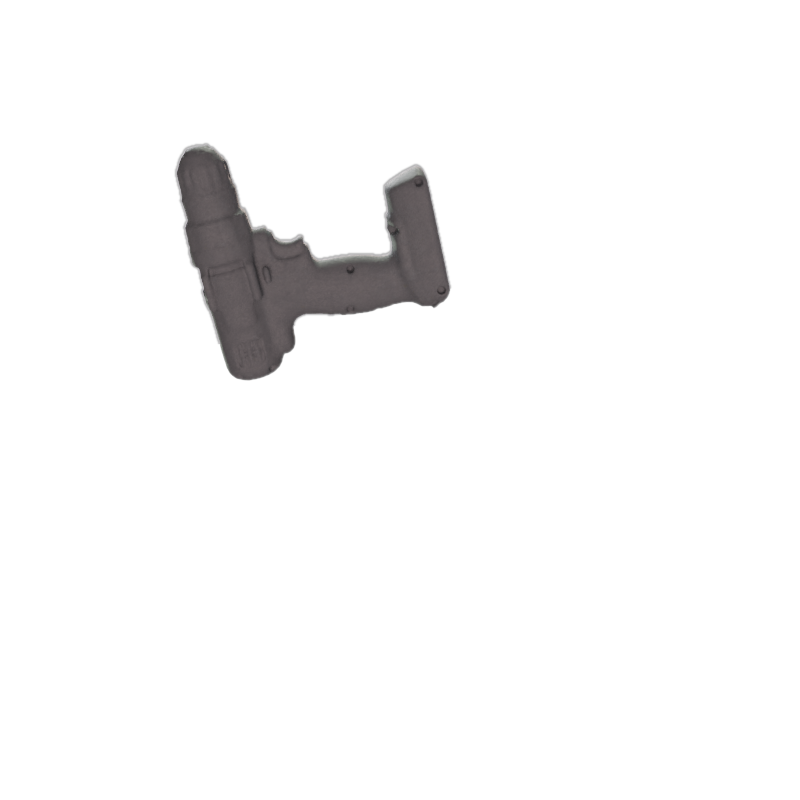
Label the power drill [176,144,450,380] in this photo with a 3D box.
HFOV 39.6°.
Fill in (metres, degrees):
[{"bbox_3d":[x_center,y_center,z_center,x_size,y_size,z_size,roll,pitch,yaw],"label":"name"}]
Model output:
[{"bbox_3d":[-0.066,-0.120,0.844,0.188,0.178,0.059,-13,14,3],"label":"power drill"}]
